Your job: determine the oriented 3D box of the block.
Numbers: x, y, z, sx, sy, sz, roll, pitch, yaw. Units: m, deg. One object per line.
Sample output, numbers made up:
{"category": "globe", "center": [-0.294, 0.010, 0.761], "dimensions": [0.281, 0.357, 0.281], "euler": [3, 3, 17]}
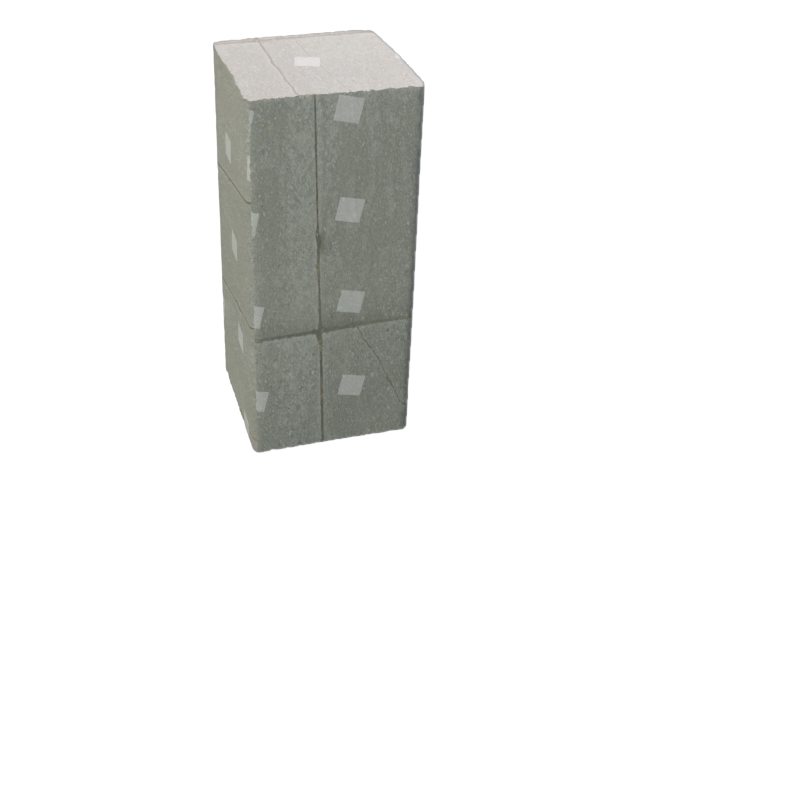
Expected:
{"category": "block", "center": [-0.047, -0.087, 0.604], "dimensions": [0.089, 0.194, 0.097], "euler": [-8, 33, -16]}
